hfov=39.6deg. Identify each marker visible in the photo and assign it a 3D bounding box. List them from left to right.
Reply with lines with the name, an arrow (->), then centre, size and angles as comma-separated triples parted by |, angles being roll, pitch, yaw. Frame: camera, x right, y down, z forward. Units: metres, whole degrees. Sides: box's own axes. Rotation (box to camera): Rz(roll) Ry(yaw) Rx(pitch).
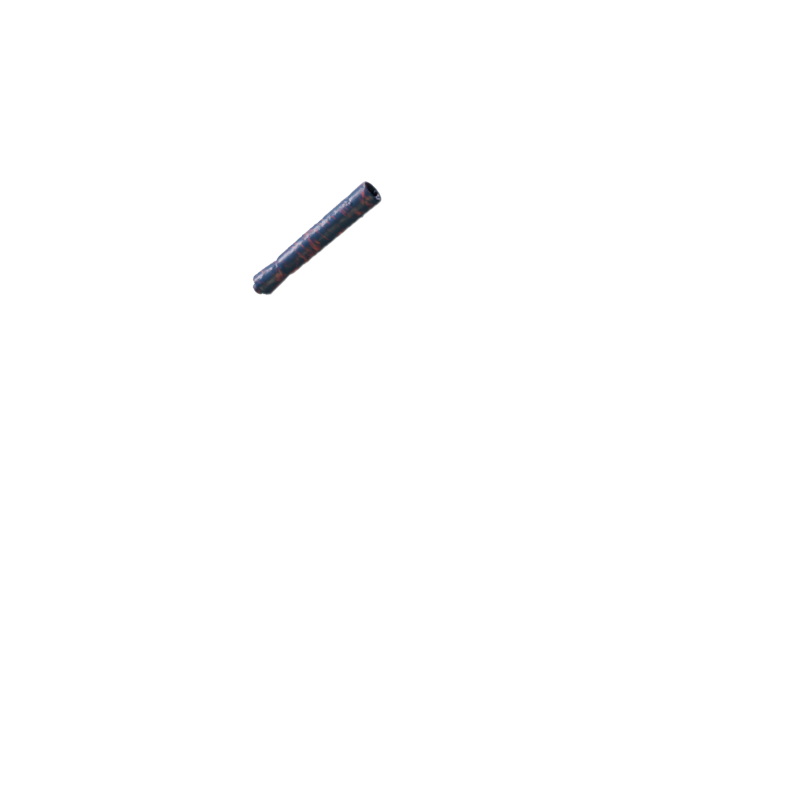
marker -> -0.063, -0.116, 0.811 | 0.120, 0.021, 0.019 | -37, -13, 23
